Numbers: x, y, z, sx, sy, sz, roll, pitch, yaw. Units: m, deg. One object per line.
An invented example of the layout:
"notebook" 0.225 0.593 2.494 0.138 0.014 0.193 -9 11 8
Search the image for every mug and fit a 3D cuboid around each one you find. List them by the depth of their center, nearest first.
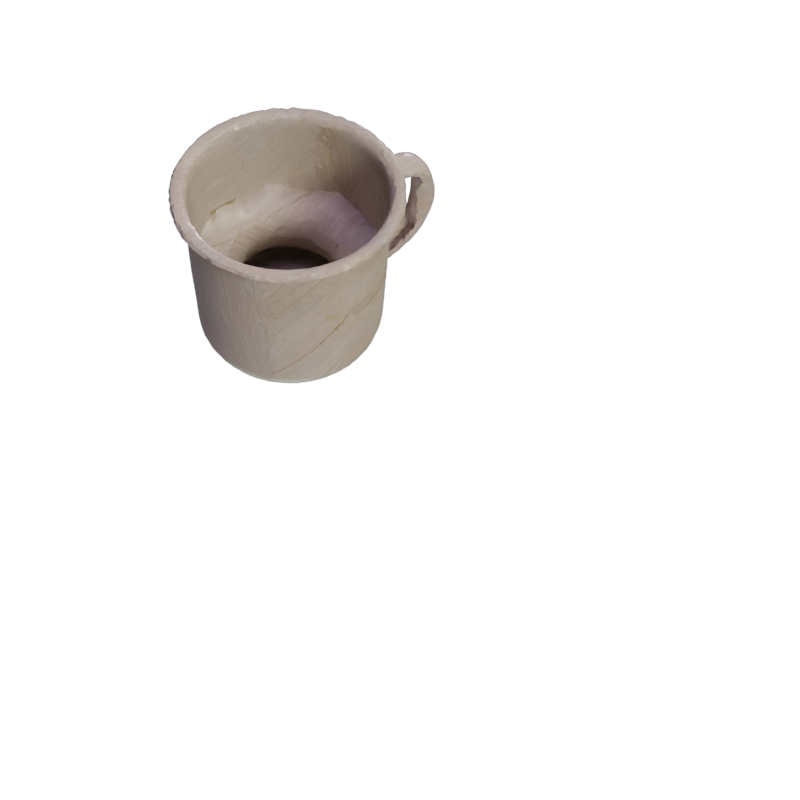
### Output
"mug" -0.037 -0.067 0.467 0.117 0.100 0.076 -29 -31 -21
